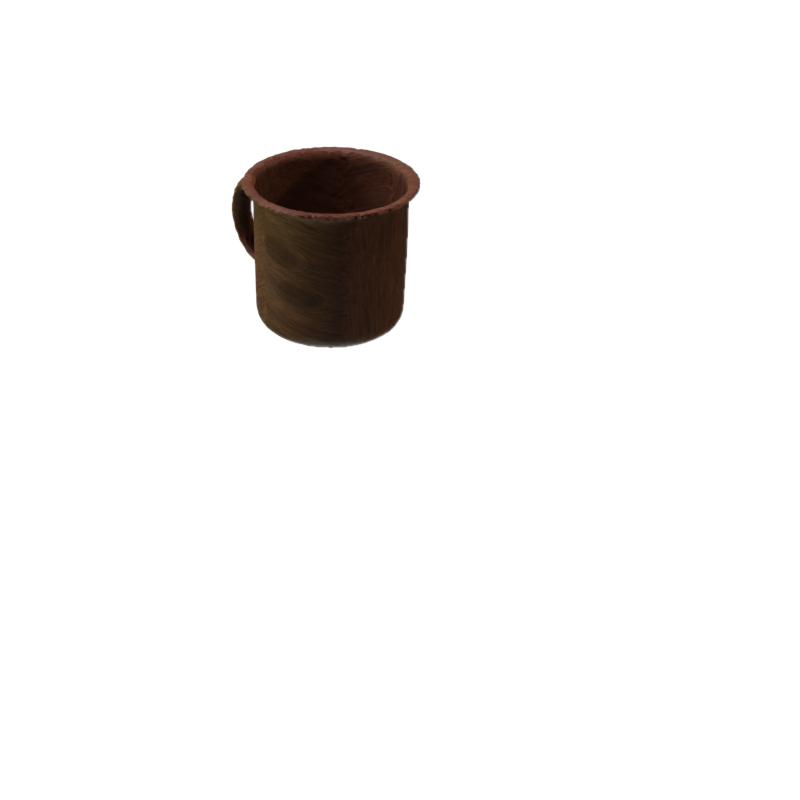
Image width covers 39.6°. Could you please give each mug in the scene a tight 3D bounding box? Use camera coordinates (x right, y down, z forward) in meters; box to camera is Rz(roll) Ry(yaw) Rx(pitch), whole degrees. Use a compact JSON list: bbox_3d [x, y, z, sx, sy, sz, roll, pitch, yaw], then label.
[{"bbox_3d":[-0.047,-0.086,0.602,0.124,0.077,0.094,22,37,31],"label":"mug"}]
